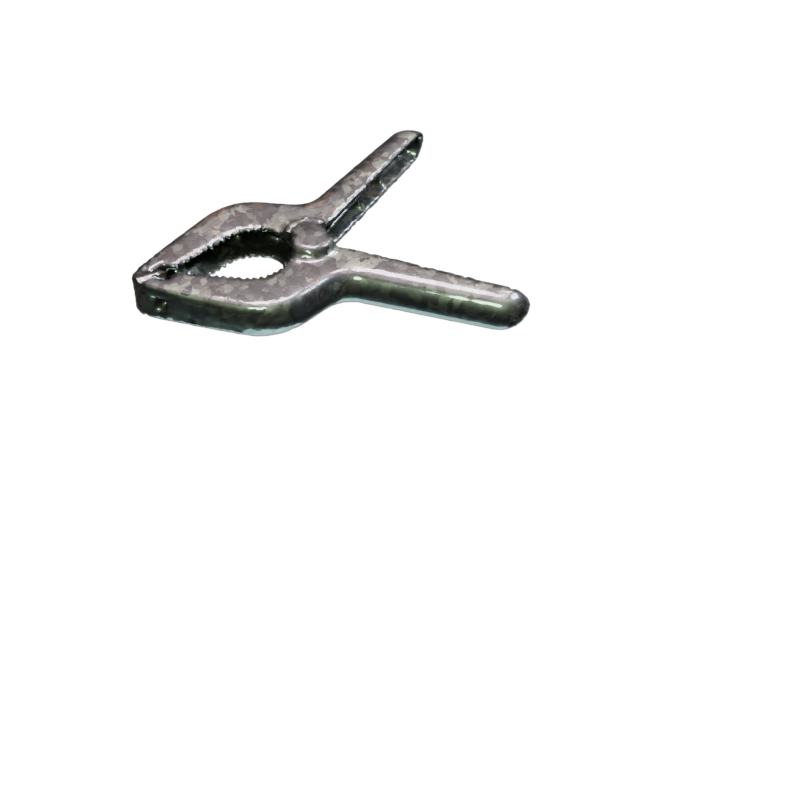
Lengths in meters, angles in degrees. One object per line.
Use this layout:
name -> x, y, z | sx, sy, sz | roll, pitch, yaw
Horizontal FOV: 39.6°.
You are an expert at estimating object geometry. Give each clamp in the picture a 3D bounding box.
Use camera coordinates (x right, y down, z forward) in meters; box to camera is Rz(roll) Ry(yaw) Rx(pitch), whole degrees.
clamp -> -0.050, -0.092, 0.641 | 0.208, 0.178, 0.034 | -9, -42, -9
